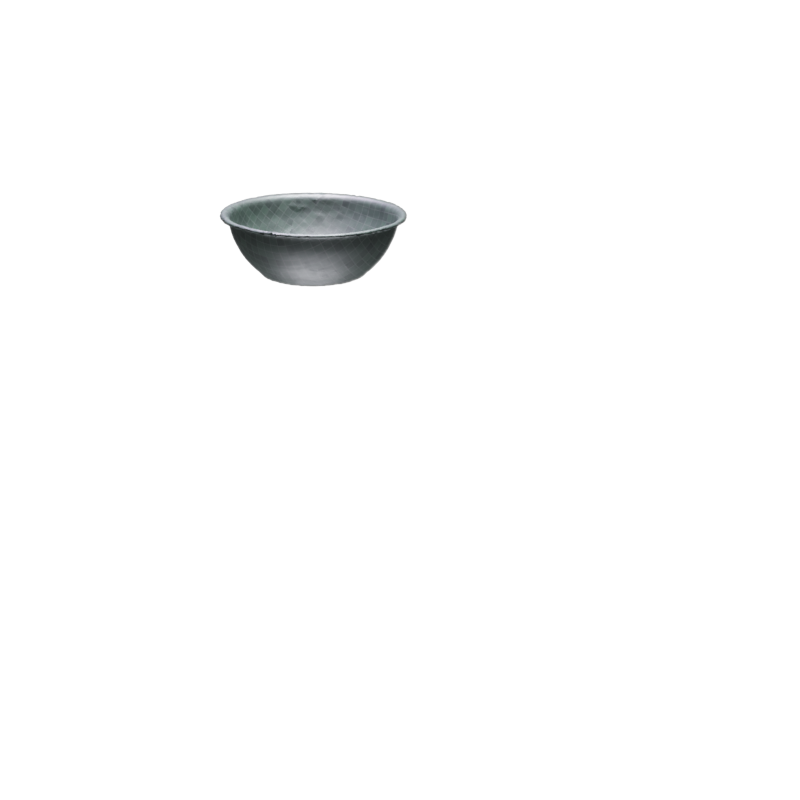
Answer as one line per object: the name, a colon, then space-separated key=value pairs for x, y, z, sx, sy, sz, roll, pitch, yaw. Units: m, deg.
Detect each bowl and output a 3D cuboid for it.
bowl: x=-0.075 y=-0.138 z=0.964 sx=0.162 sy=0.053 sz=0.169 roll=-1 pitch=21 yaw=-2
